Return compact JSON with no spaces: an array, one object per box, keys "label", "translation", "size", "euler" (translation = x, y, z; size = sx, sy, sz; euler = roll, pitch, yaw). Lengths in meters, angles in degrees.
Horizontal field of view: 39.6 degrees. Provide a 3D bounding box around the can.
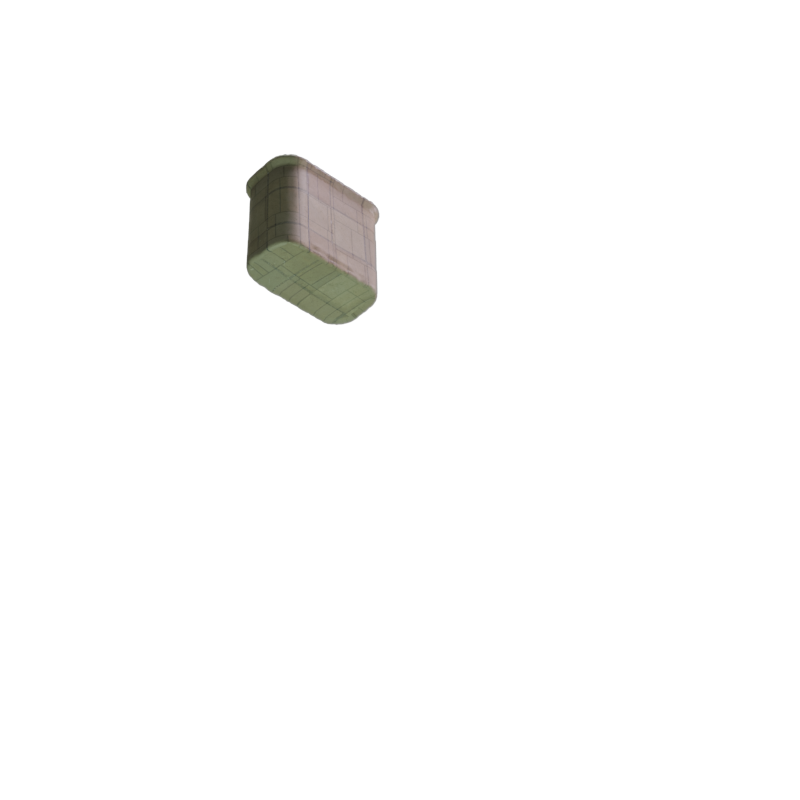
[{"label":"can","translation":[-0.062,-0.113,0.794],"size":[0.096,0.090,0.057],"euler":[29,-49,-32]}]
